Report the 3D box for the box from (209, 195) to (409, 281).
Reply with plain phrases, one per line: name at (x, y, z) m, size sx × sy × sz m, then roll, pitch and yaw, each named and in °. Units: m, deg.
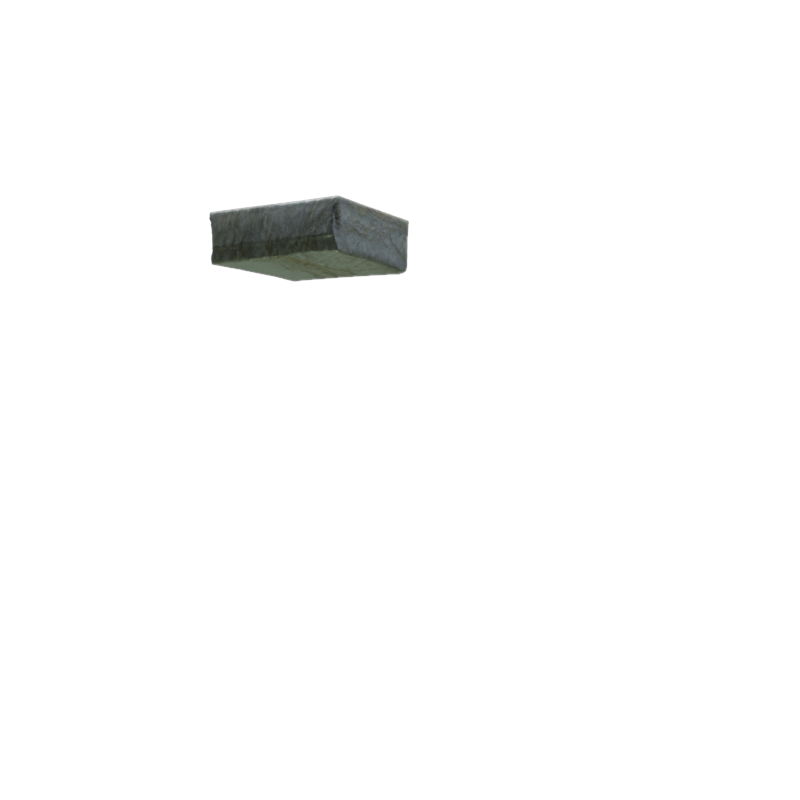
box at (-0.056, -0.101, 0.711) m, size 0.092 × 0.040 × 0.109 m, roll -2°, pitch -3°, yaw 25°
